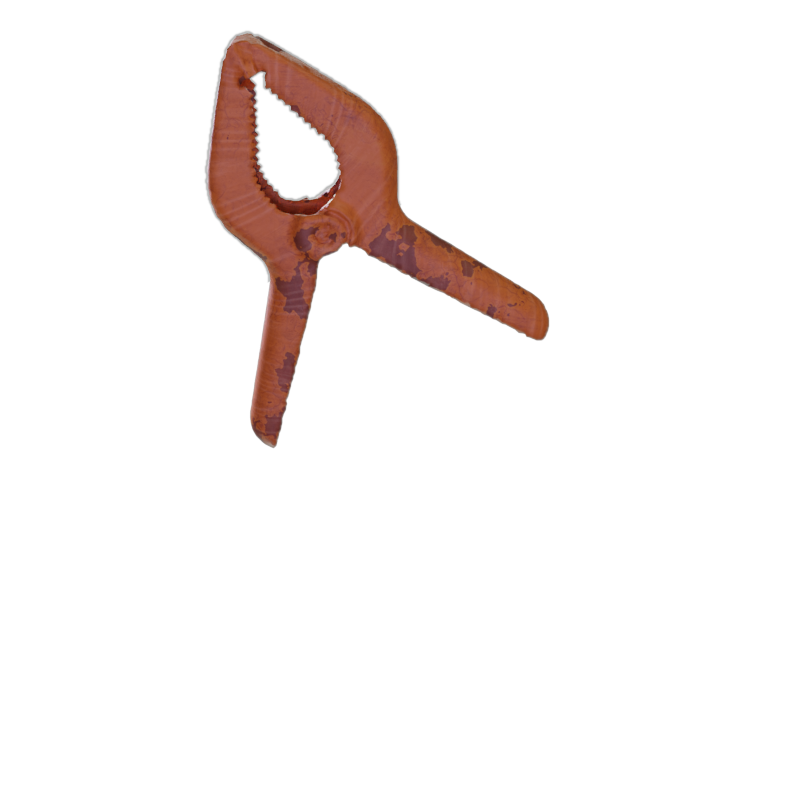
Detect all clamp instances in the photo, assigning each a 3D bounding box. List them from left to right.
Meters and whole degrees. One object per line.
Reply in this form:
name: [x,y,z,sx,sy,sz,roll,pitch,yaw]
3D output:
clamp: [-0.043,-0.079,0.553,0.164,0.201,0.038,-30,17,10]
